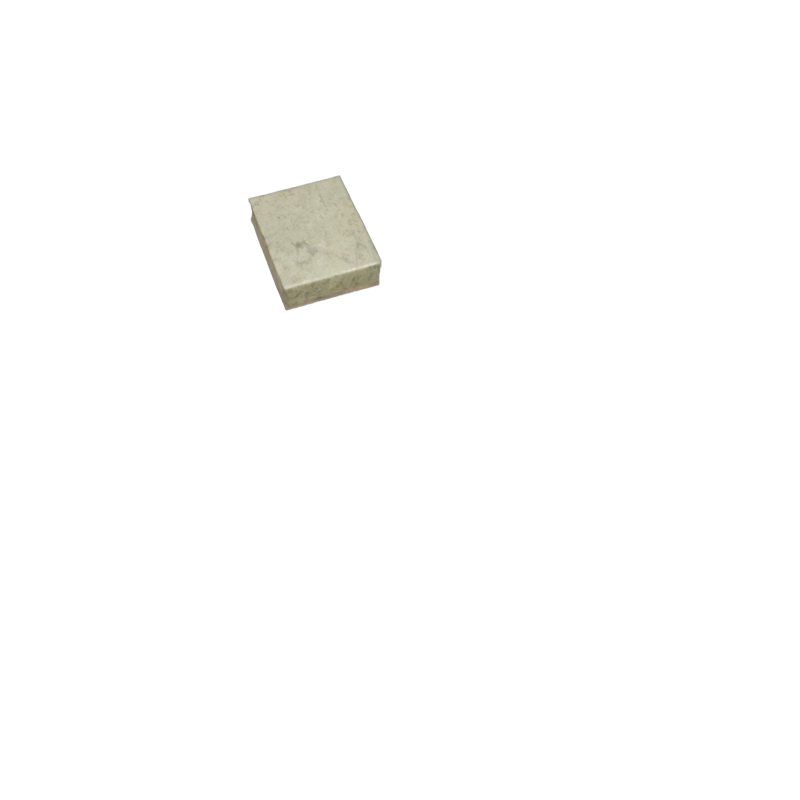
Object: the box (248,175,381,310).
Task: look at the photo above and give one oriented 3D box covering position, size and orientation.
[{"bbox_3d":[-0.078,-0.142,0.994,0.089,0.123,0.036,-16,-36,-13],"label":"box"}]
